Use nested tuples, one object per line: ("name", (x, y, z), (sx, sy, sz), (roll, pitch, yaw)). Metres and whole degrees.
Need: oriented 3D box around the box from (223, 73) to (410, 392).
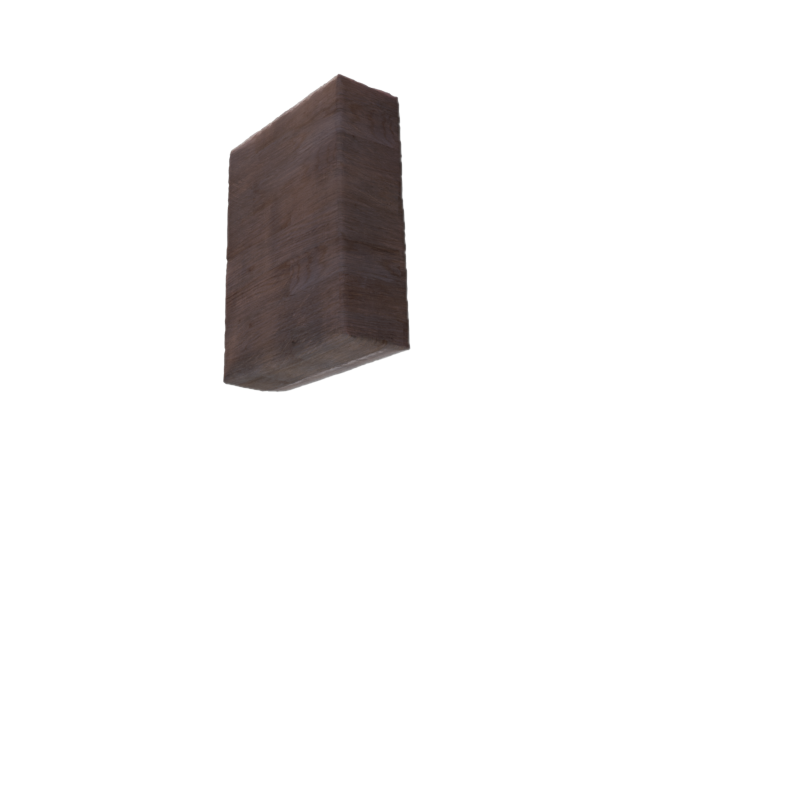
("box", (-0.070, -0.127, 0.890), (0.068, 0.224, 0.165), (15, -25, -37))
